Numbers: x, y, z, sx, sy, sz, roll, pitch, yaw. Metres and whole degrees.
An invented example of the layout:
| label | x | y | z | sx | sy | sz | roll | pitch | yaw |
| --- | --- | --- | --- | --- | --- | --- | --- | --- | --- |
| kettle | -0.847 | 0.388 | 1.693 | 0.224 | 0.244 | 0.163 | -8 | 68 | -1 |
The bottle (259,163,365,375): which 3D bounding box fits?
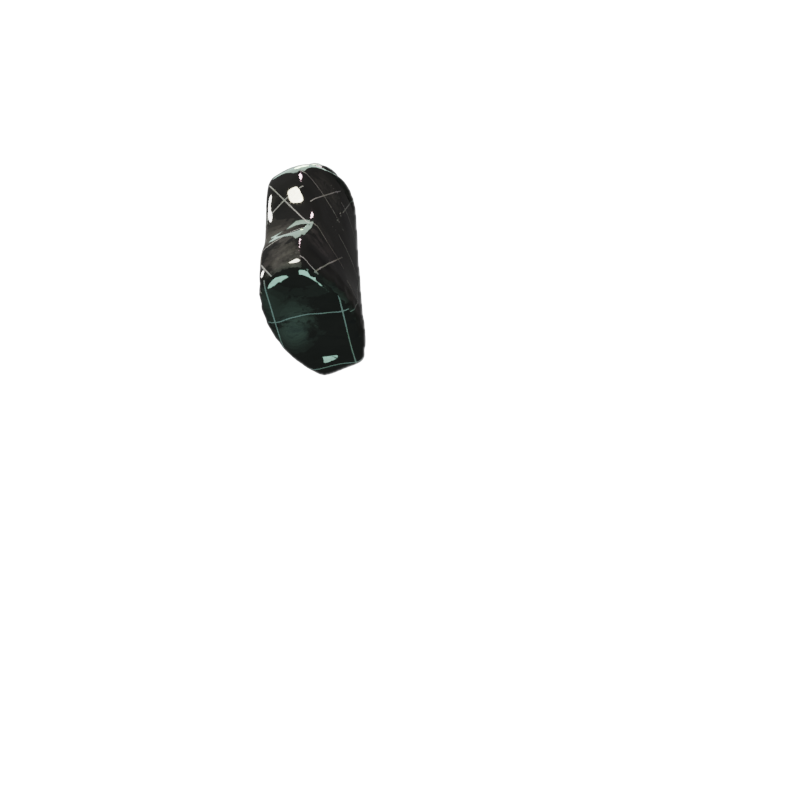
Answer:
| label | x | y | z | sx | sy | sz | roll | pitch | yaw |
| --- | --- | --- | --- | --- | --- | --- | --- | --- | --- |
| bottle | -0.062 | -0.114 | 0.795 | 0.058 | 0.089 | 0.205 | -24 | 37 | 15 |
